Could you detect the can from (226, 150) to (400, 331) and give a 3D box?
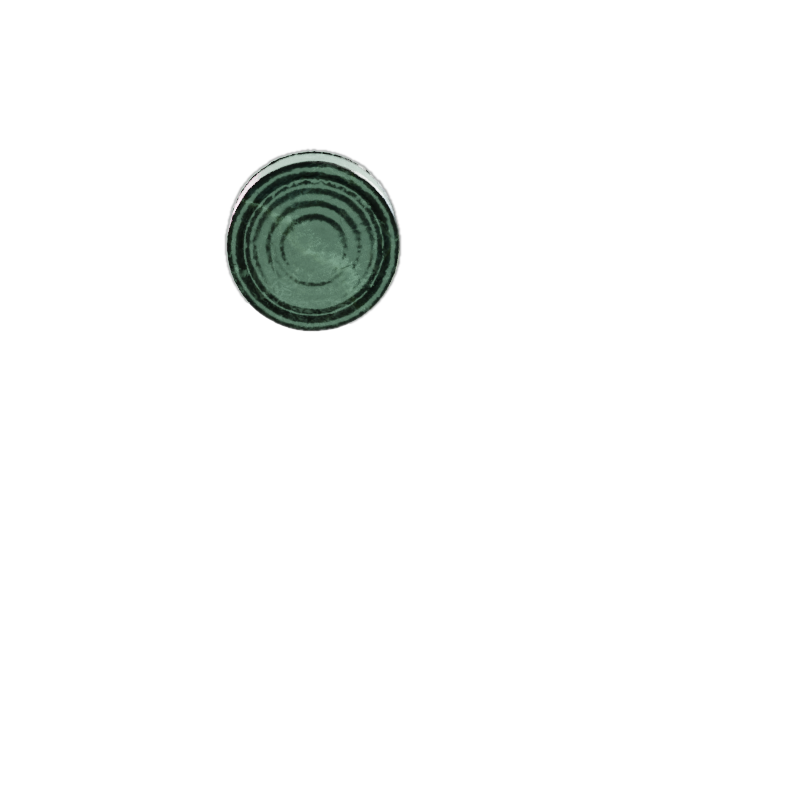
[{"bbox_3d":[-0.043,-0.078,0.546,0.086,0.083,0.035,0,14,-1],"label":"can"}]
